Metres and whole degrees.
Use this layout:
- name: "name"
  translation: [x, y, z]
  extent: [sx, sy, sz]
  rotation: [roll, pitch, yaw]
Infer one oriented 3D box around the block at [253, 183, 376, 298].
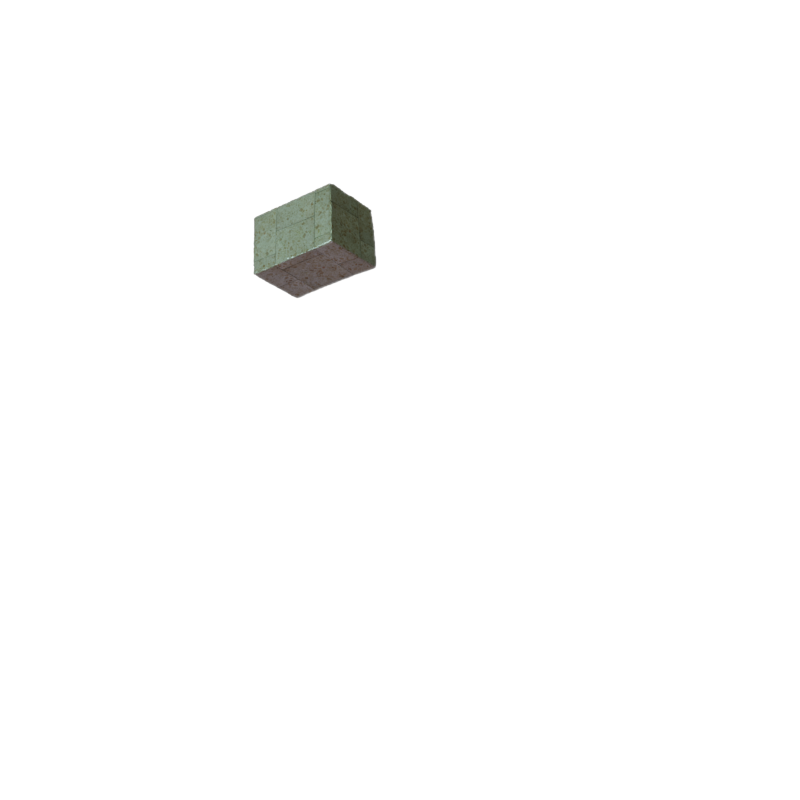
- name: "block"
  translation: [-0.065, -0.118, 0.825]
  extent: [0.079, 0.054, 0.049]
  rotation: [-18, -31, 32]
